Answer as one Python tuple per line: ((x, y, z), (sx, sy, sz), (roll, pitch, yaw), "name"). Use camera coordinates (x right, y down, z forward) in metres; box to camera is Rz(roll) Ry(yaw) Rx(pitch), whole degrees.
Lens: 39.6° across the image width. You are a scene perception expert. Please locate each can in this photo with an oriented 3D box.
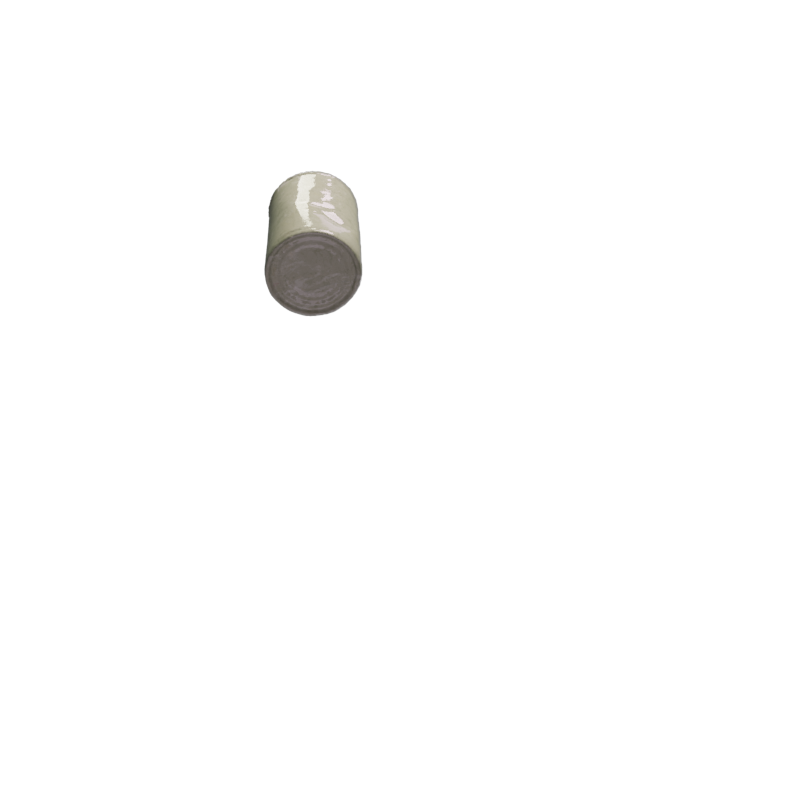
((-0.062, -0.113, 0.793), (0.068, 0.064, 0.109), (-1, 31, -3), "can")
